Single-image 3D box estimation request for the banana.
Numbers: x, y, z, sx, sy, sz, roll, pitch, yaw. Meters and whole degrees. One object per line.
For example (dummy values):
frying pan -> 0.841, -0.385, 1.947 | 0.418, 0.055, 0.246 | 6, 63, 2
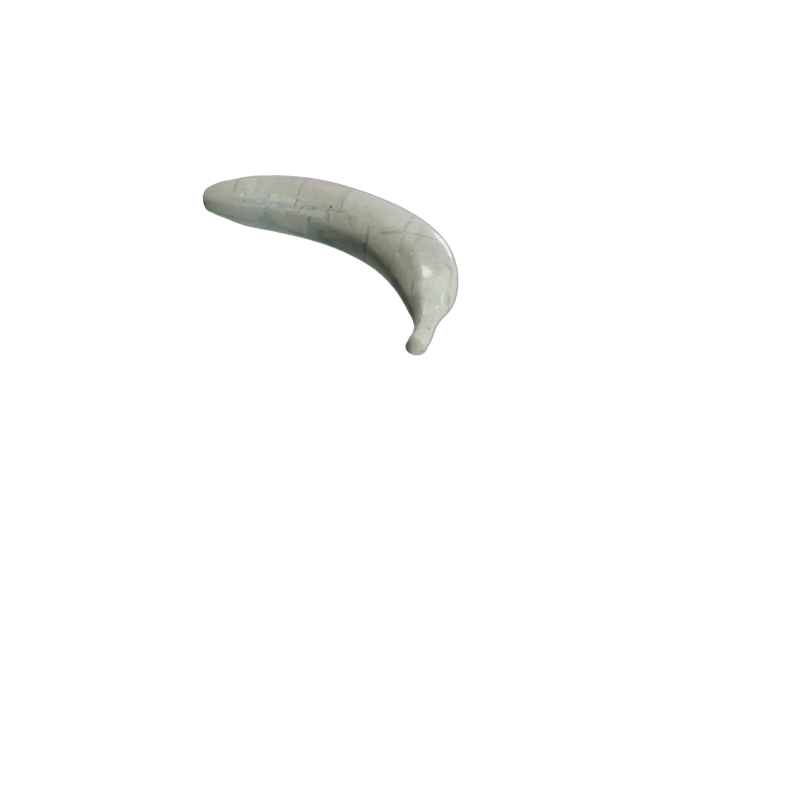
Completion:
banana -> -0.032, -0.093, 0.621 | 0.069, 0.034, 0.212 | -24, 41, -32
